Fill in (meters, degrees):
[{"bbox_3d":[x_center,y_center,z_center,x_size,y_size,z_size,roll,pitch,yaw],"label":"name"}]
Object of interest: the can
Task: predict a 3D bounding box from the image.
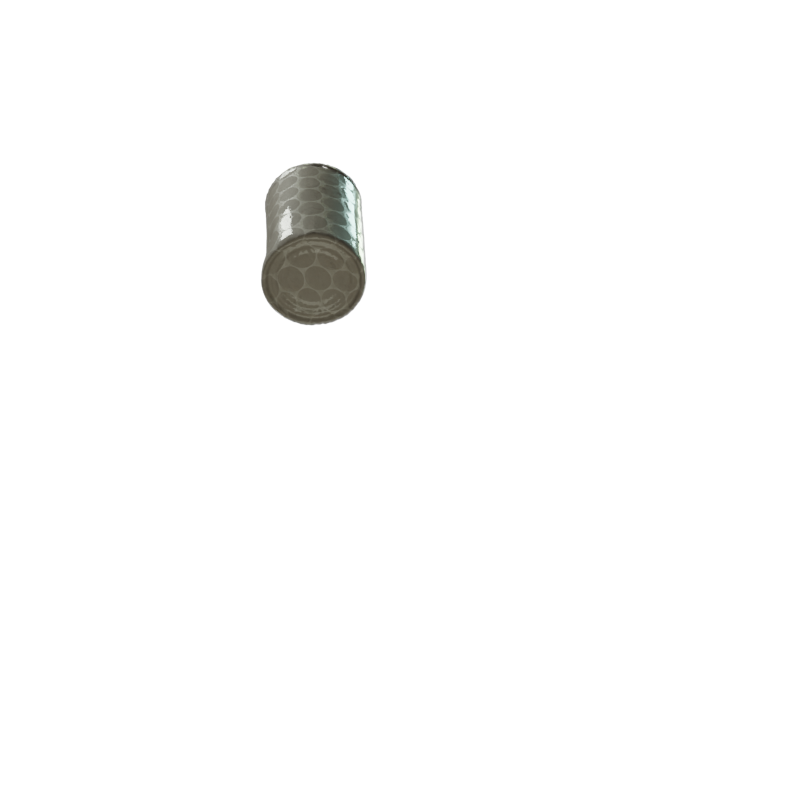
[{"bbox_3d":[-0.057,-0.105,0.732,0.068,0.064,0.109,-1,34,-3],"label":"can"}]
